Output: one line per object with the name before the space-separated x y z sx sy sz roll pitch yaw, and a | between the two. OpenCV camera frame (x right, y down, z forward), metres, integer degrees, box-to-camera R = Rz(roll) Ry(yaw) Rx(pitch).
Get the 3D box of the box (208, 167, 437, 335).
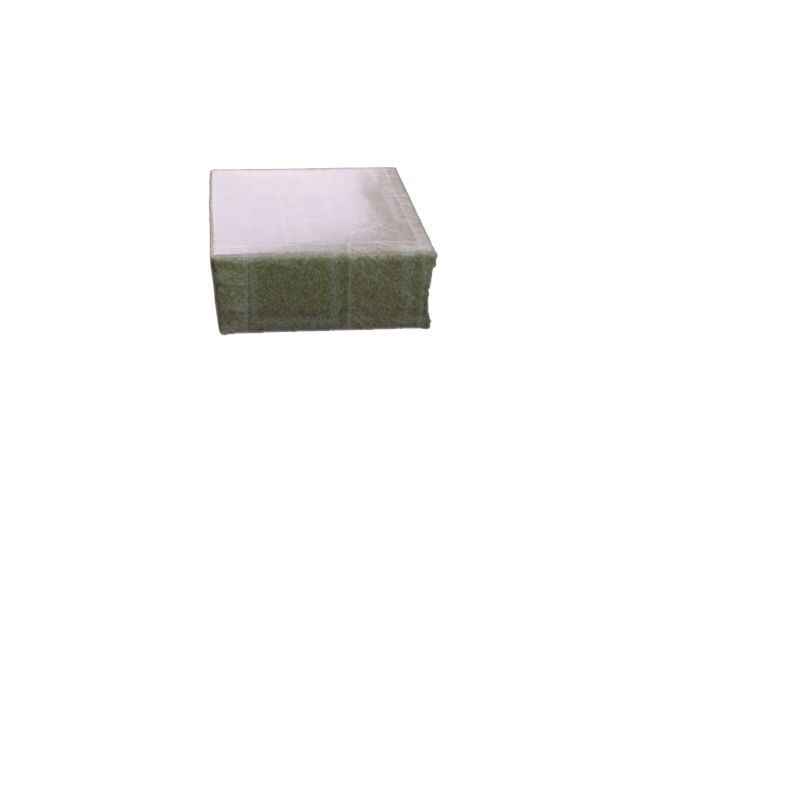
box | -0.038 -0.069 0.486 0.089 0.037 0.121 -3 30 -7
